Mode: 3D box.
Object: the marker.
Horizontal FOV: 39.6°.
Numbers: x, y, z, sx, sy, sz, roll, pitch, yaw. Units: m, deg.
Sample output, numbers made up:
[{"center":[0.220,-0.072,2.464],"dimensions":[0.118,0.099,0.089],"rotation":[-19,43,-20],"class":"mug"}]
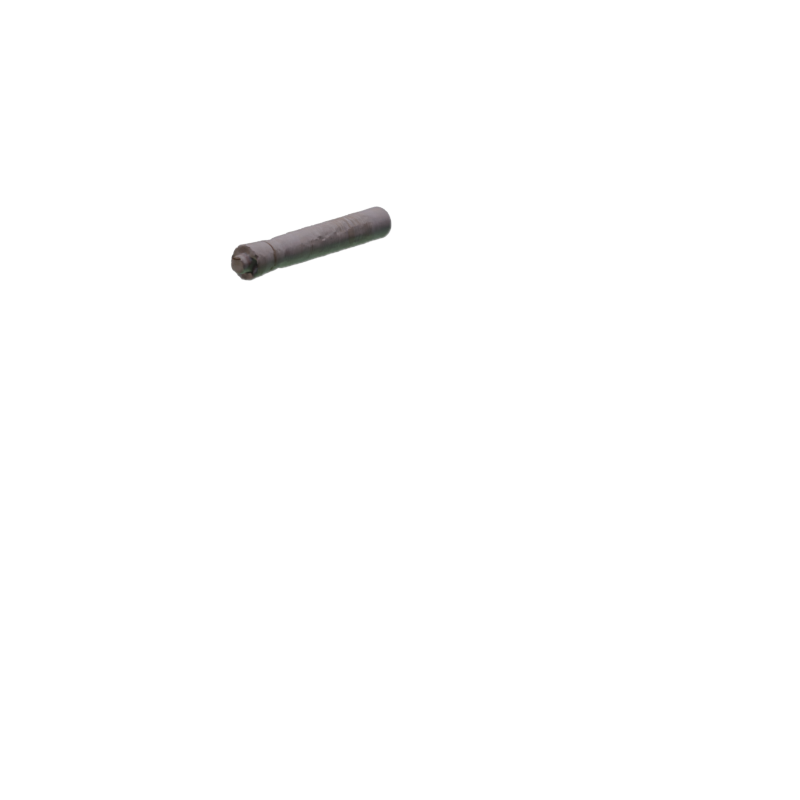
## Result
[{"center":[-0.047,-0.085,0.597],"dimensions":[0.021,0.019,0.120],"rotation":[3,19,37],"class":"marker"}]
